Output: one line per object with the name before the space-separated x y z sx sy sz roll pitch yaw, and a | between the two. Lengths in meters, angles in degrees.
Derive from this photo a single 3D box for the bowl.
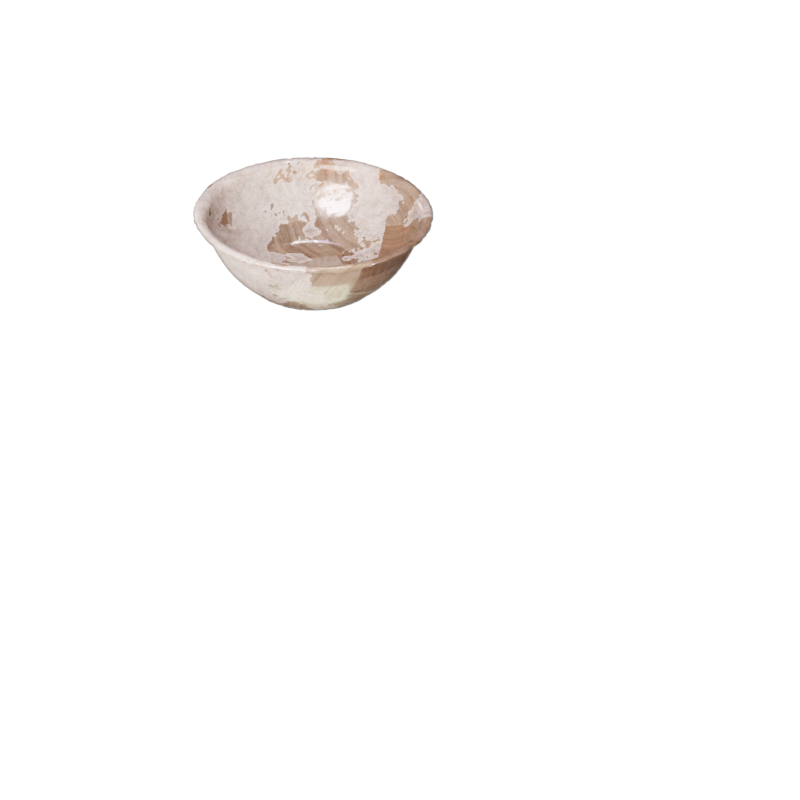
bowl | -0.060 -0.109 0.763 0.162 0.052 0.173 -1 35 -2
